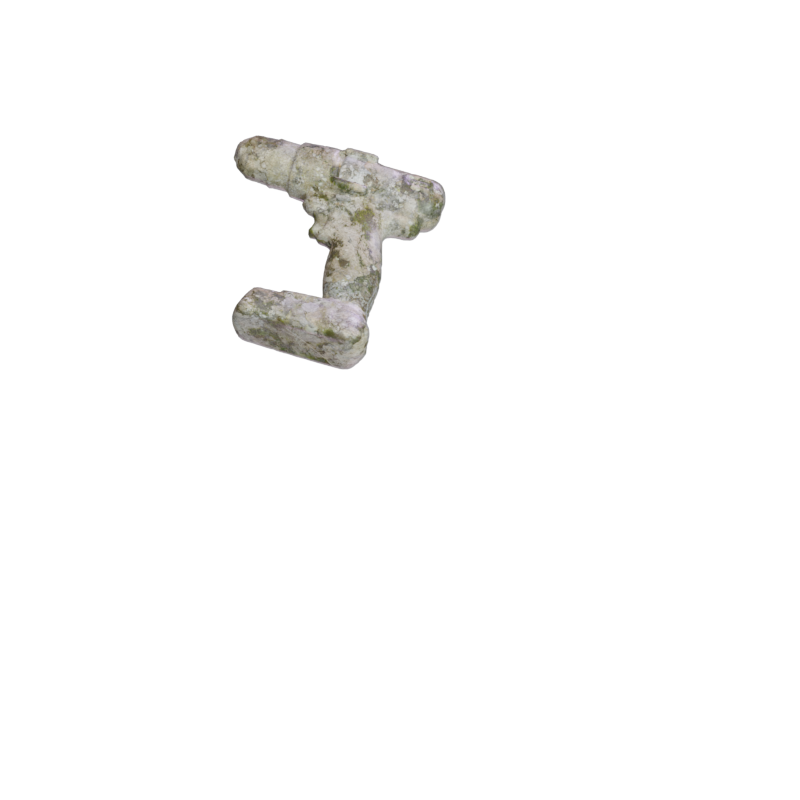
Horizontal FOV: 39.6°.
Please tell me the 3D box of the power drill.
[{"bbox_3d":[-0.071,-0.129,0.902,0.188,0.197,0.054,15,-30,8],"label":"power drill"}]
